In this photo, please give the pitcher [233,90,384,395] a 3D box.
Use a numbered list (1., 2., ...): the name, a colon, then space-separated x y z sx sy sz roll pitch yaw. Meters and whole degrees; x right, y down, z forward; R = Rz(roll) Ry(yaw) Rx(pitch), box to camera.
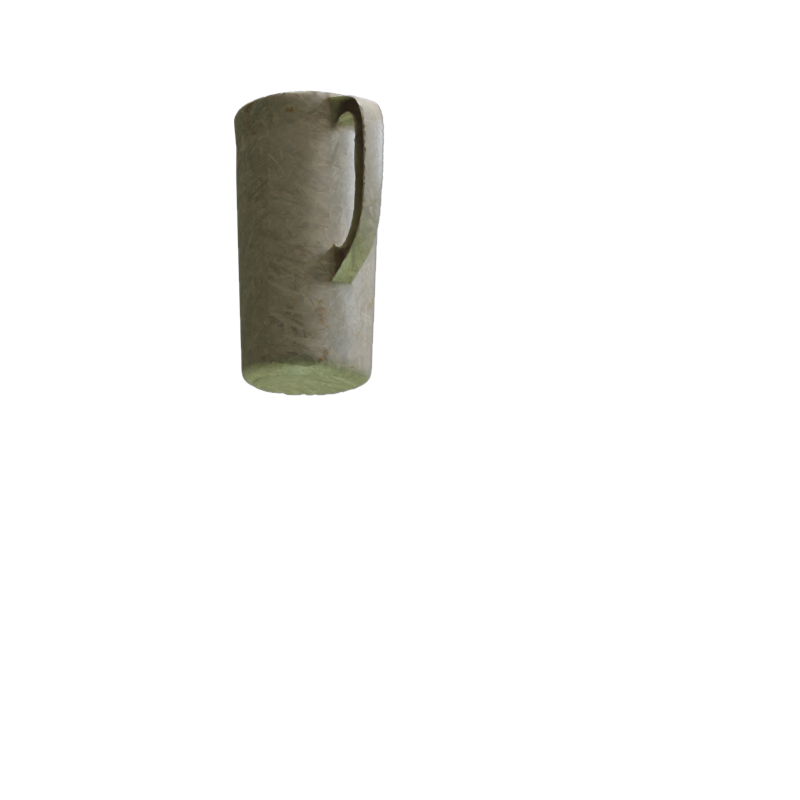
1. pitcher: -0.074 -0.134 0.940 0.147 0.253 0.141 -4 -16 10
